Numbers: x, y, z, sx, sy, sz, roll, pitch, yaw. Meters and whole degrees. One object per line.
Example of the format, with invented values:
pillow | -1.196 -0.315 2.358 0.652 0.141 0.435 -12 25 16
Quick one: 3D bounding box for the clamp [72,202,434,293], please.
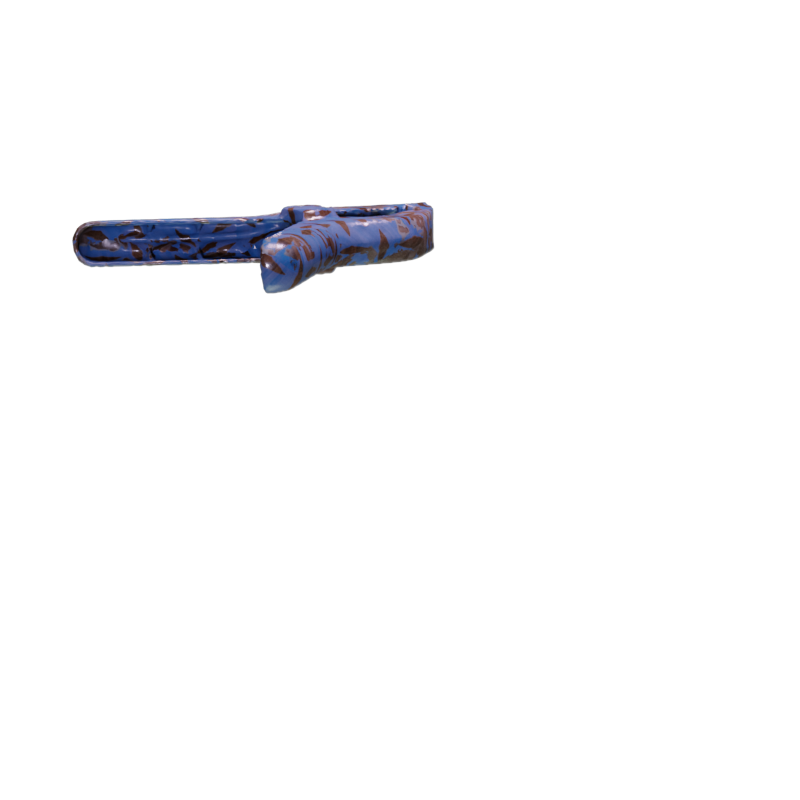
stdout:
clamp | -0.047 -0.085 0.596 0.204 0.035 0.173 -12 18 -38
